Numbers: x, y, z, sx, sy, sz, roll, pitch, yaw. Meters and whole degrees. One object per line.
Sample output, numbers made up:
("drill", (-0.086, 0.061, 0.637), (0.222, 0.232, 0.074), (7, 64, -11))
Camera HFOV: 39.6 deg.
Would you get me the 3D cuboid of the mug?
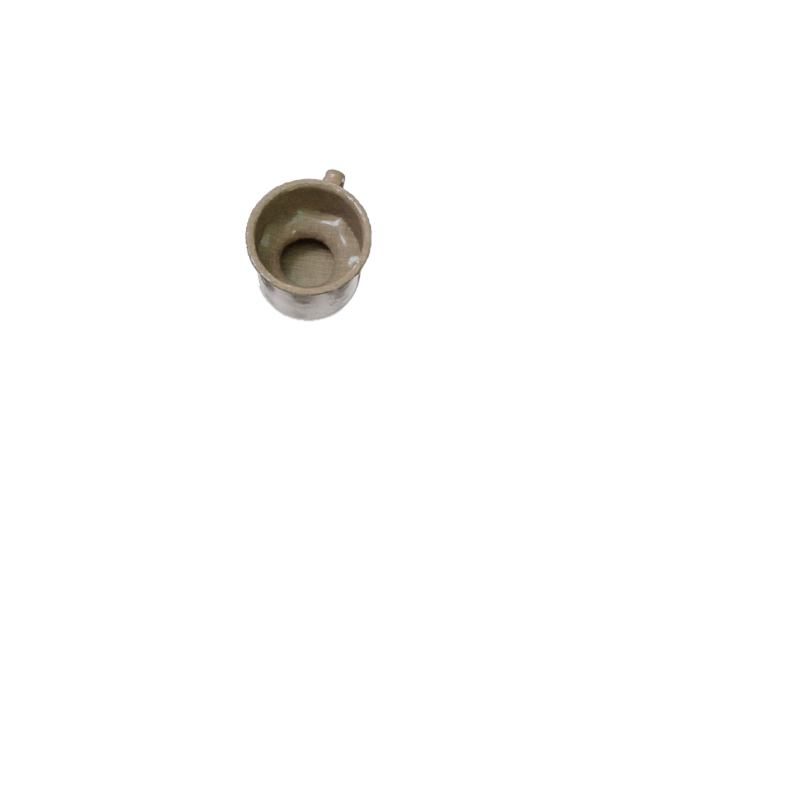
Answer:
("mug", (-0.067, -0.122, 0.852), (0.094, 0.122, 0.078), (15, -19, 3))
